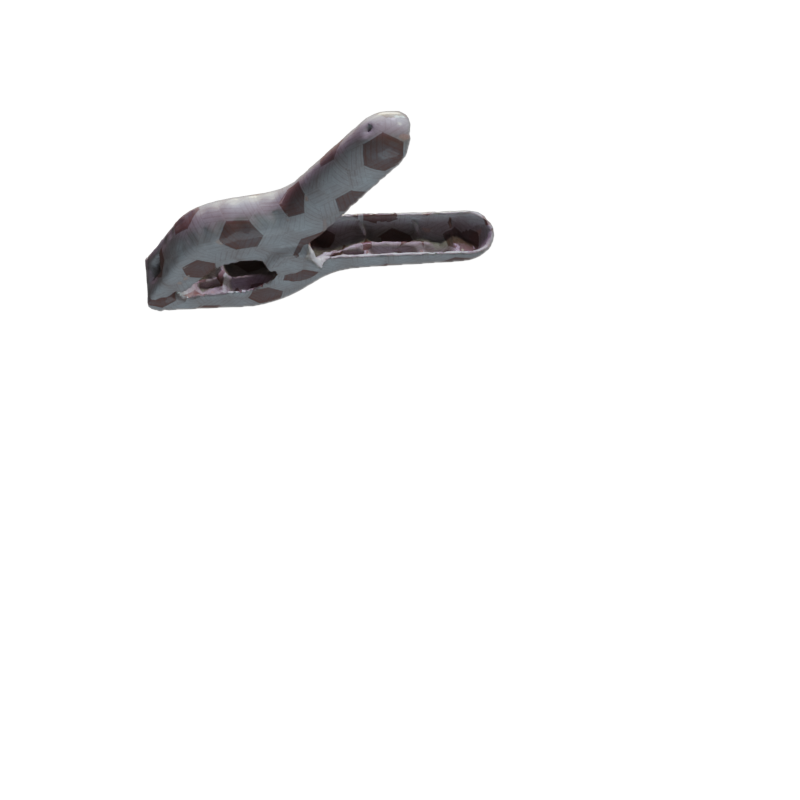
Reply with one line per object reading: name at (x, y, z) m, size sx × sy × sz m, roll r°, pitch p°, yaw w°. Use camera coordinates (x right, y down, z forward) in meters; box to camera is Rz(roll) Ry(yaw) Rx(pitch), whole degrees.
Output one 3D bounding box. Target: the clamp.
clamp at (-0.042, -0.076, 0.535) m, size 0.173 × 0.042 × 0.111 m, roll -17°, pitch -31°, yaw 29°
